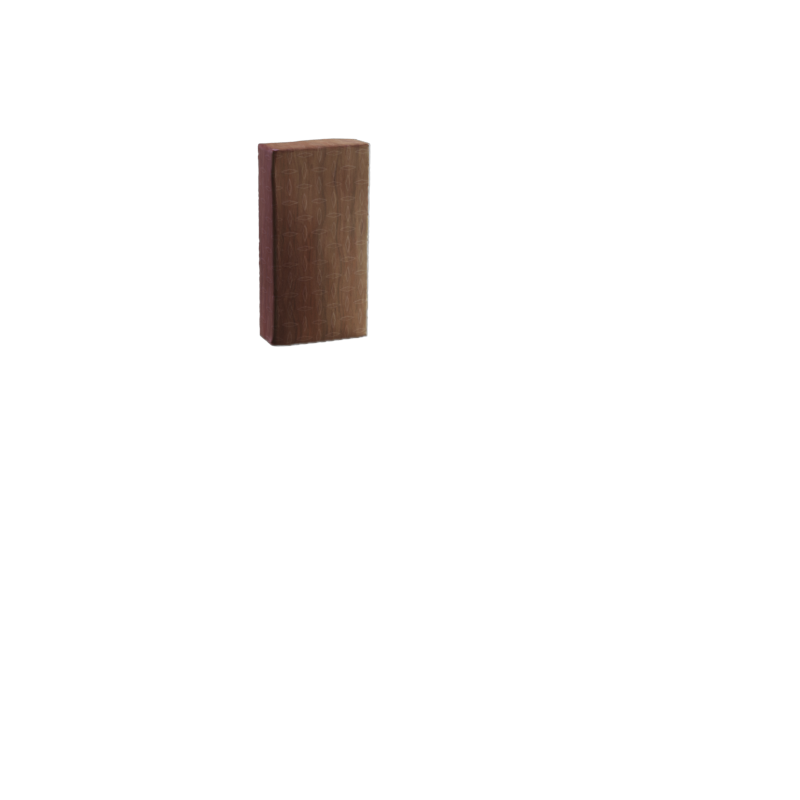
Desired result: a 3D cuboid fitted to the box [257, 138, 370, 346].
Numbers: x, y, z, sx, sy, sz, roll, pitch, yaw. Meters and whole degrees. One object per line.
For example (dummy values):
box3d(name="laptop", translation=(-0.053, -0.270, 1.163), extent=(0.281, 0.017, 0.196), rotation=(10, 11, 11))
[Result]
box3d(name="box", translation=(-0.076, -0.139, 0.971), extent=(0.091, 0.171, 0.051), rotation=(-5, 14, -24))
